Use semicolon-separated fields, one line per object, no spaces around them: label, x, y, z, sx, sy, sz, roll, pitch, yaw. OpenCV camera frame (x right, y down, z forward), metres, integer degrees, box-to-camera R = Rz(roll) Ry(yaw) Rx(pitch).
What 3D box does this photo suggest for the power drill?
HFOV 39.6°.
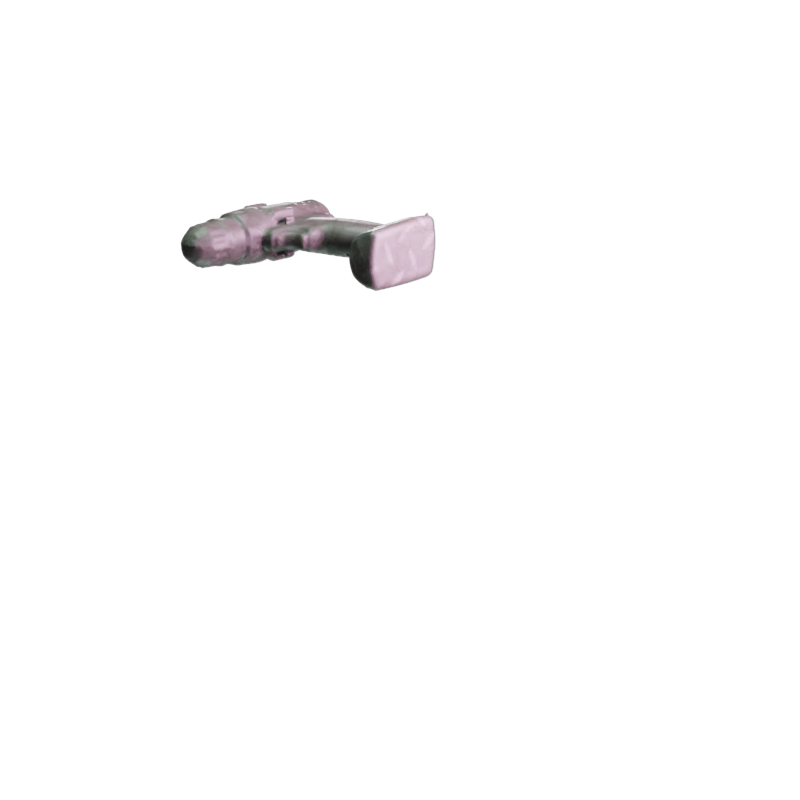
power drill;-0.078;-0.143;0.999;0.197;0.055;0.182;15;25;35
